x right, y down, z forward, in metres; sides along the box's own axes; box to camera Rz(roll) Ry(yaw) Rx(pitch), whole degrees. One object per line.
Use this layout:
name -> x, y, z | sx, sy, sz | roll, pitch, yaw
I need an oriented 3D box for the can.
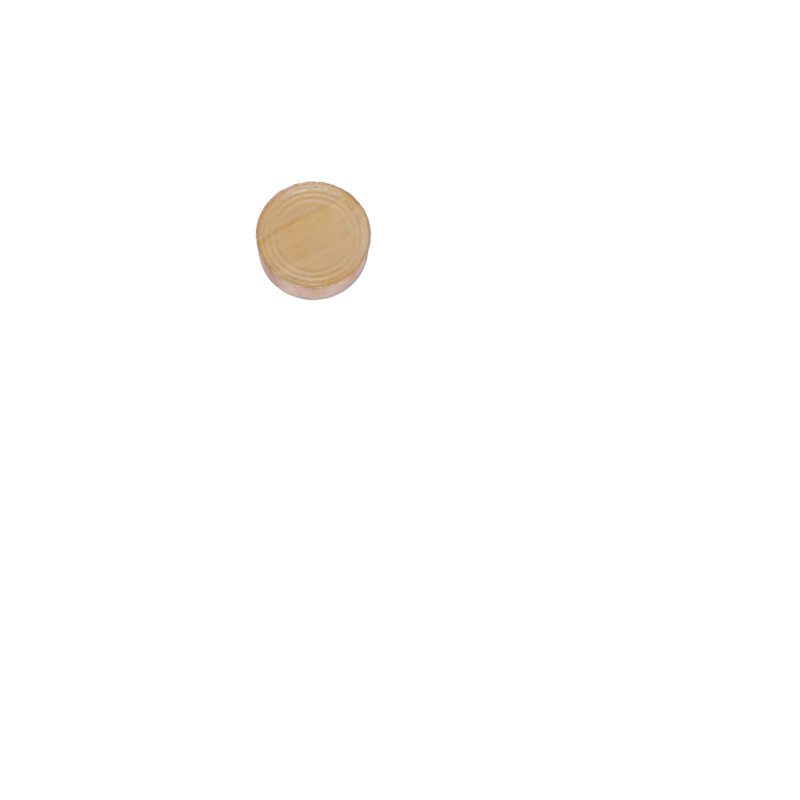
can -> -0.066, -0.120, 0.838 | 0.086, 0.090, 0.032 | -1, -20, -1
